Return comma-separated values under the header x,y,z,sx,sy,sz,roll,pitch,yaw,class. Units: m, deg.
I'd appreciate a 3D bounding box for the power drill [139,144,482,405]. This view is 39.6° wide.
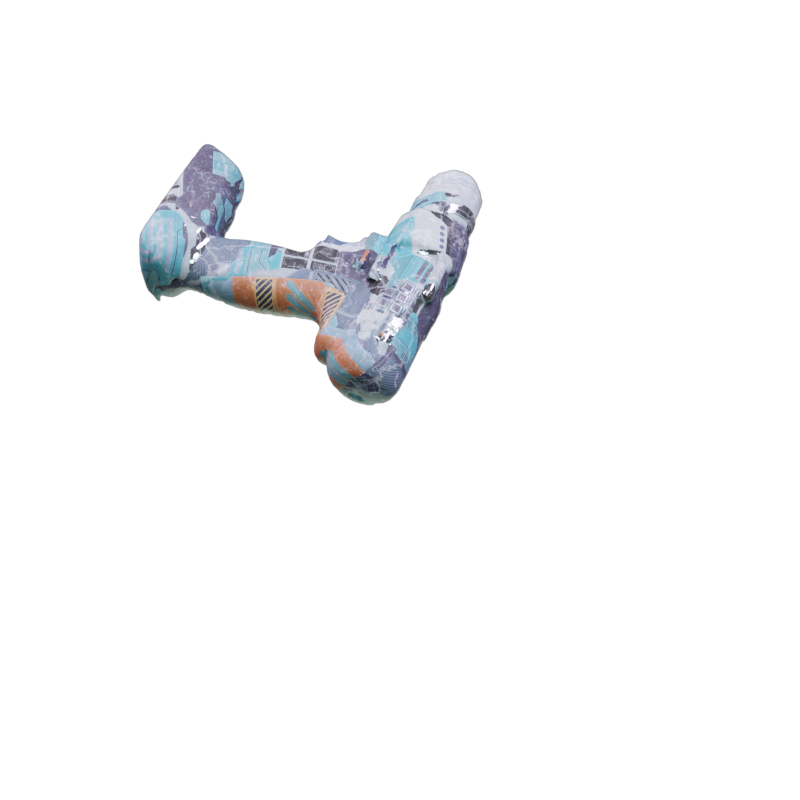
x,y,z,sx,sy,sz,roll,pitch,yaw,class
-0.055,-0.100,0.702,0.193,0.192,0.053,18,-38,14,power drill
